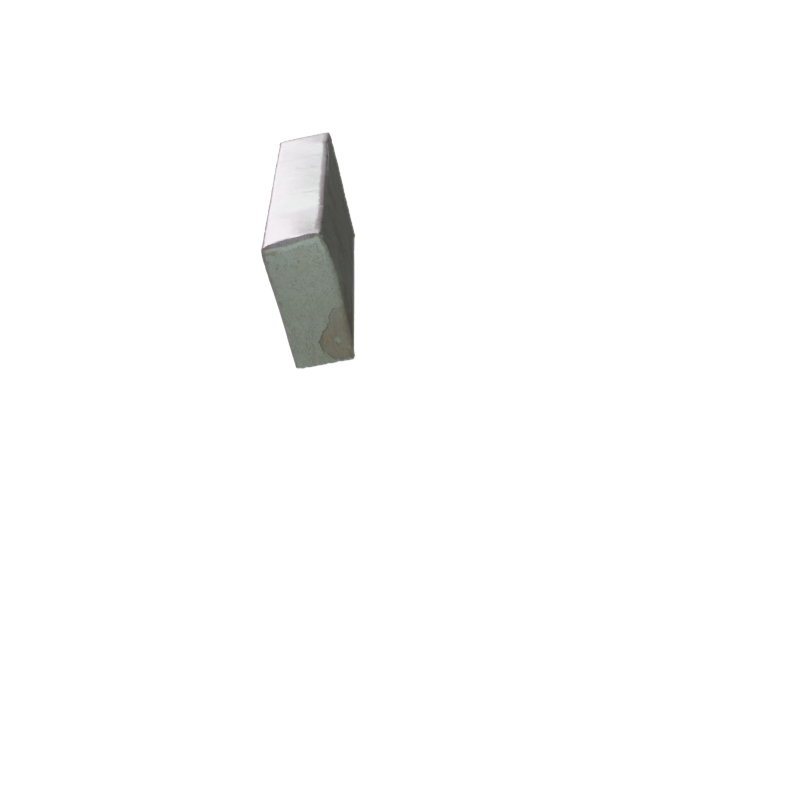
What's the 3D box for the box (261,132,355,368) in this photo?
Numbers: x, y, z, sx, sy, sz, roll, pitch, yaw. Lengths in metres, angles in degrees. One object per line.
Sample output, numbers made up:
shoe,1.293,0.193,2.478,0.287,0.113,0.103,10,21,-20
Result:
box,-0.060,-0.109,0.768,0.048,0.087,0.187,-12,31,3
